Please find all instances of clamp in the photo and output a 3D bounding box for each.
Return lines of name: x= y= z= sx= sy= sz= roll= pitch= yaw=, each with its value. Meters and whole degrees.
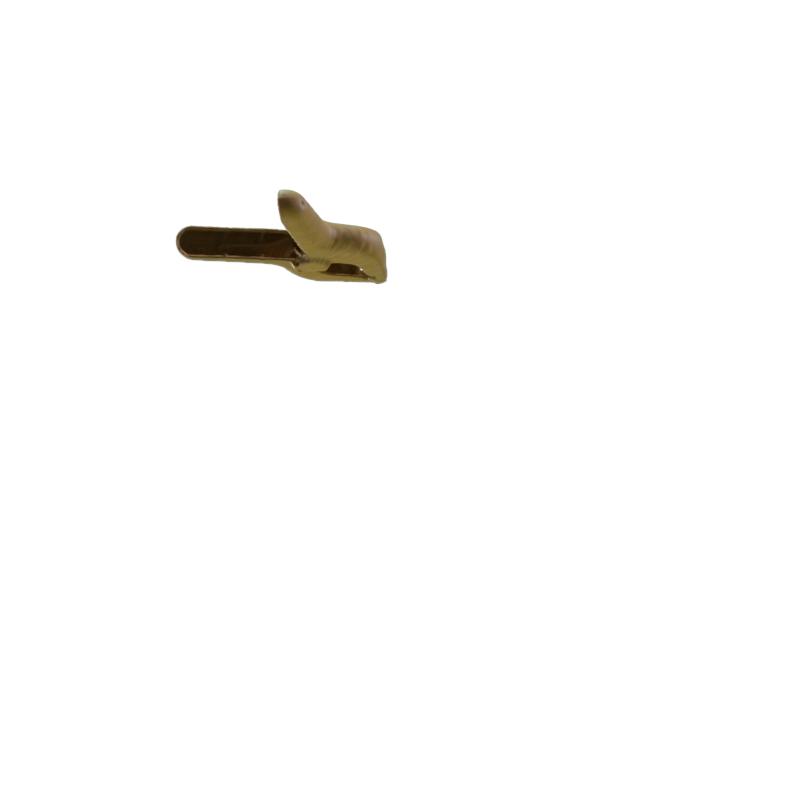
clamp: x=-0.063 y=-0.116 z=0.810 sx=0.164 sy=0.040 sz=0.123 roll=4 pitch=-6 yaw=-38
